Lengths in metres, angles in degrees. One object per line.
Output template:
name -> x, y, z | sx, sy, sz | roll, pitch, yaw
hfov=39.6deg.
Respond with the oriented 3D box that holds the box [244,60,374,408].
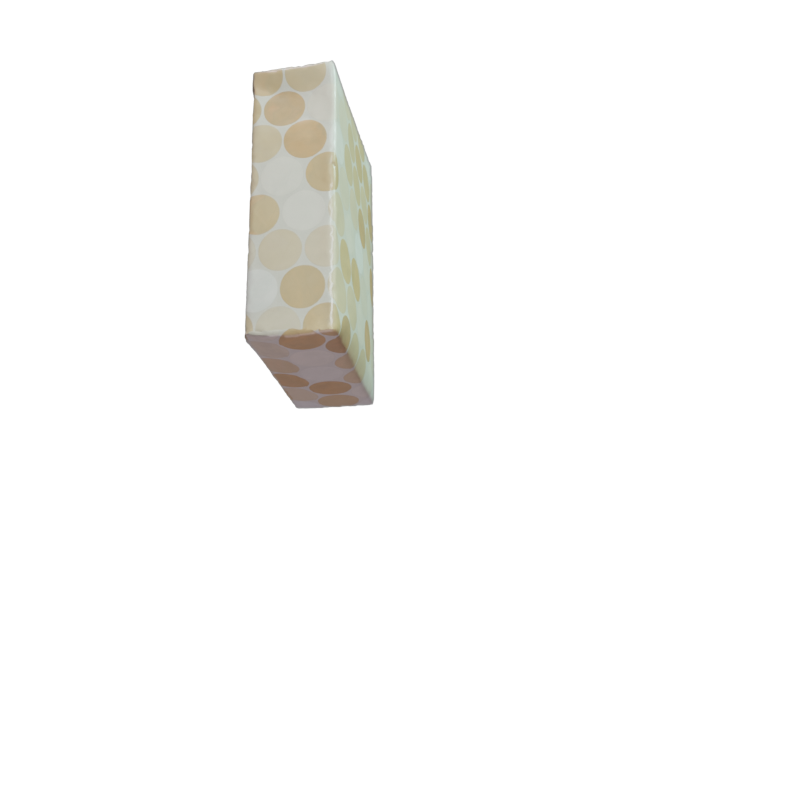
box -> -0.065, -0.119, 0.836 | 0.072, 0.226, 0.154 | -5, -23, 8
